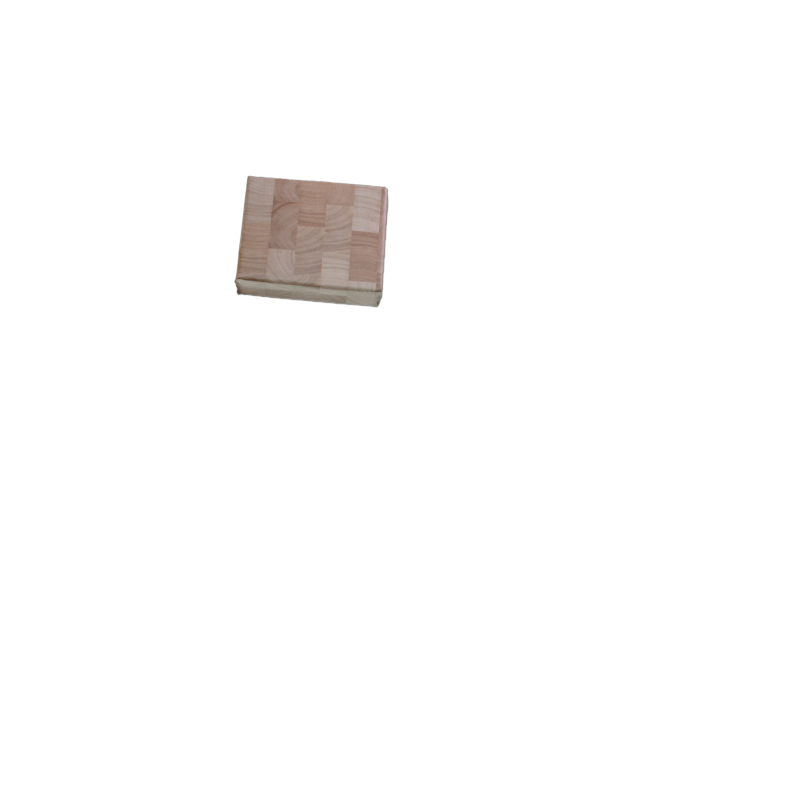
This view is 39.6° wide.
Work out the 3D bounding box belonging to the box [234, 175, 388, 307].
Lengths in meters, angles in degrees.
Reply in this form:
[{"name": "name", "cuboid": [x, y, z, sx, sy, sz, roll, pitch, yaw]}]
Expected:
[{"name": "box", "cuboid": [-0.067, -0.122, 0.856, 0.114, 0.095, 0.037, 3, -25, 1]}]
